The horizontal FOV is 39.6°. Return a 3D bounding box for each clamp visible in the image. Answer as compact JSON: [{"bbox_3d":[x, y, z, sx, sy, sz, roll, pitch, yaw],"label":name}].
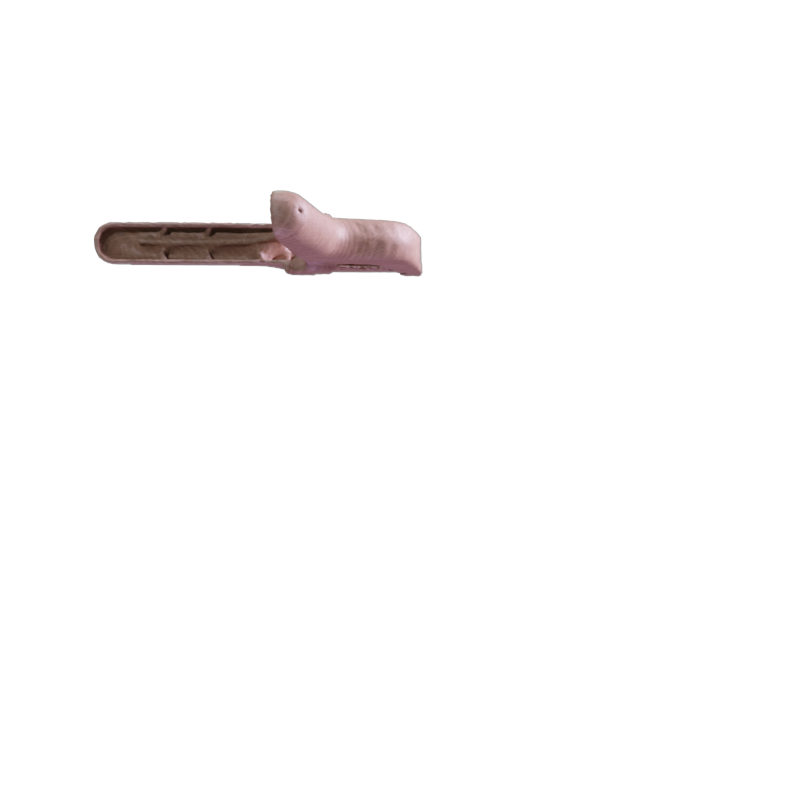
[{"bbox_3d":[-0.051,-0.094,0.656,0.201,0.037,0.170,-1,2,-40],"label":"clamp"}]
